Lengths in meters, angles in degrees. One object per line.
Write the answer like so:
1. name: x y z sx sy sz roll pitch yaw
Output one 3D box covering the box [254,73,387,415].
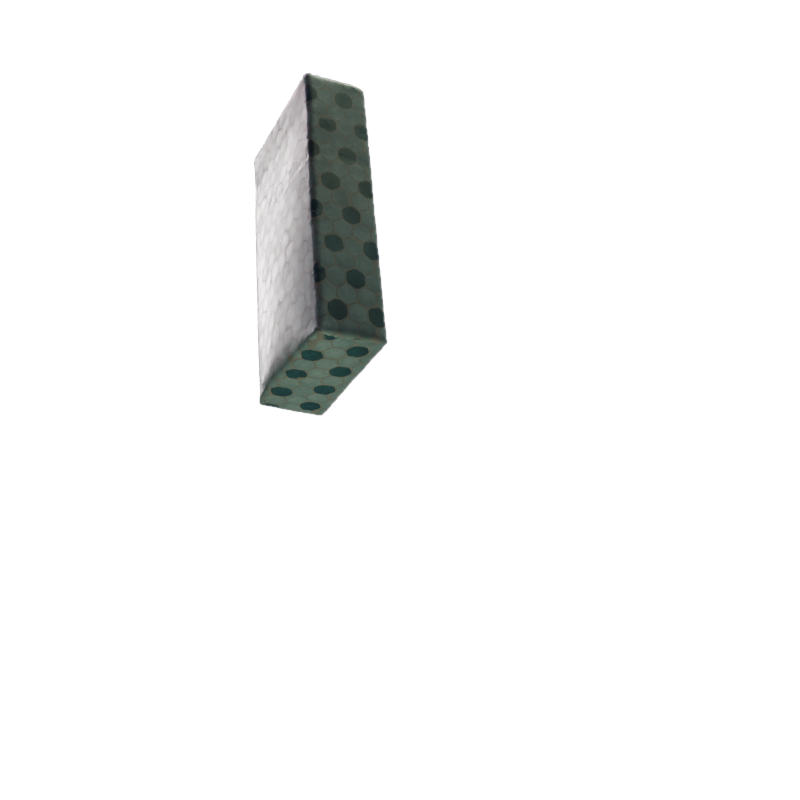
1. box: -0.050 -0.091 0.639 0.046 0.188 0.091 13 -34 -23
